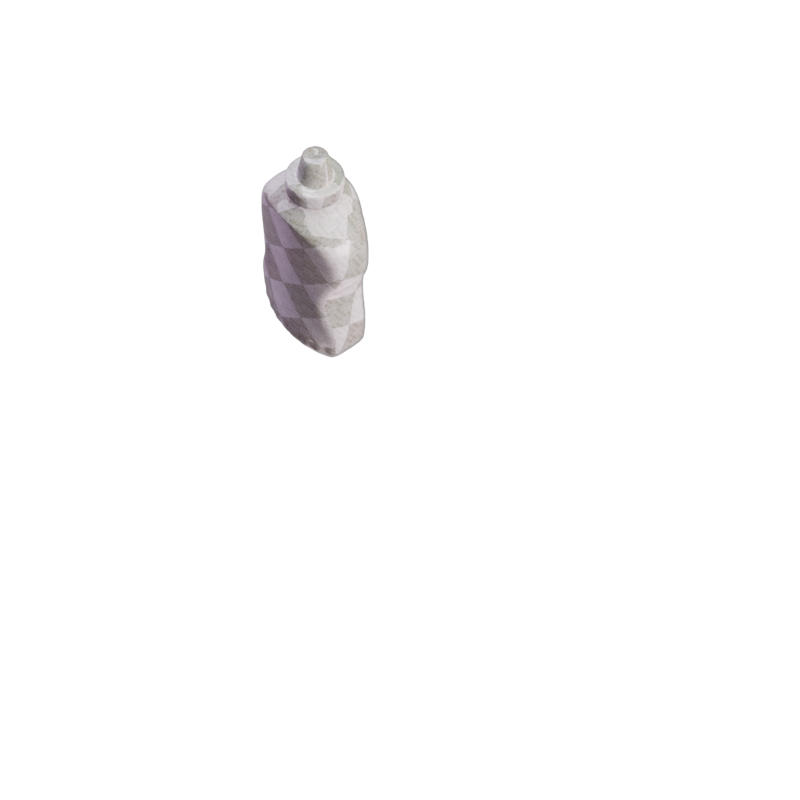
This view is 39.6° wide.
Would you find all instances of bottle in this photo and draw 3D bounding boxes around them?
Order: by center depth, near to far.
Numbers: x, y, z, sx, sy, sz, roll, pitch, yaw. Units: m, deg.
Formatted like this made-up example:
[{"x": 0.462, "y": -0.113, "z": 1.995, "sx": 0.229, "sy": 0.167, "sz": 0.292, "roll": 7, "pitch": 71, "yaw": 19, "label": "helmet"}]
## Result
[{"x": -0.063, "y": -0.116, "z": 0.812, "sx": 0.058, "sy": 0.102, "sz": 0.180, "roll": -30, "pitch": -25, "yaw": -20, "label": "bottle"}]
